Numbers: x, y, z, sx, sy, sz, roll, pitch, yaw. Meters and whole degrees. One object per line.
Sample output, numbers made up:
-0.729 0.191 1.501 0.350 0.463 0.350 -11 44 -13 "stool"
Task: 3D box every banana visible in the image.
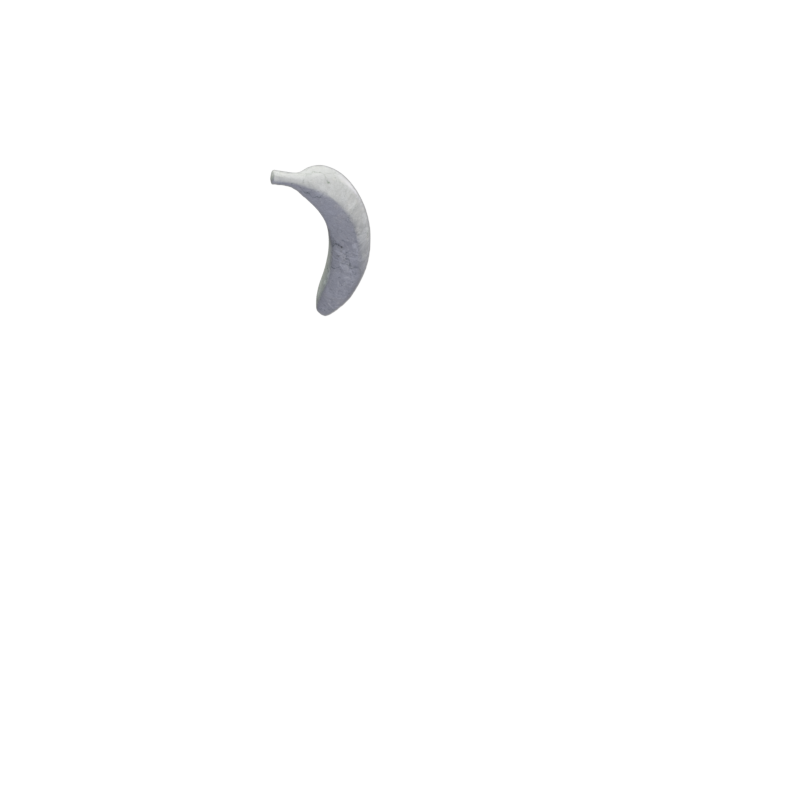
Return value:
-0.060 -0.146 0.984 0.070 0.039 0.183 -7 -38 8 "banana"
